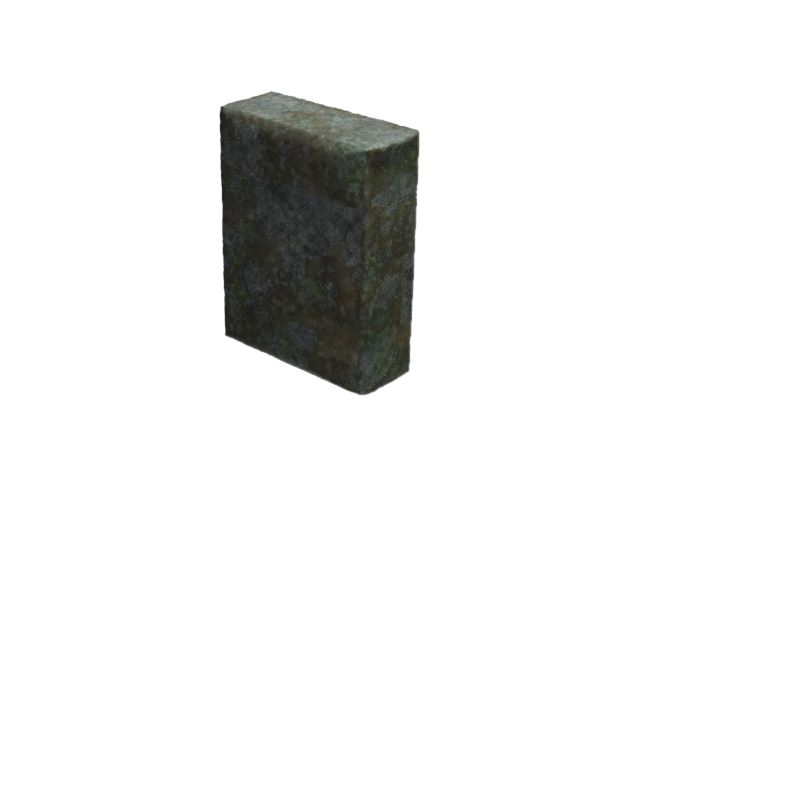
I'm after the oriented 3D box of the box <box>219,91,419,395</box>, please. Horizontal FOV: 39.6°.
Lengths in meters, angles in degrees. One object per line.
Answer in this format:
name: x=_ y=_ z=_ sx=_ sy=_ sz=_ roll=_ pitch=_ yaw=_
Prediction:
box: x=-0.071 y=-0.130 z=0.913 sx=0.174 sy=0.203 sz=0.071 roll=23 pitch=33 yaw=36
